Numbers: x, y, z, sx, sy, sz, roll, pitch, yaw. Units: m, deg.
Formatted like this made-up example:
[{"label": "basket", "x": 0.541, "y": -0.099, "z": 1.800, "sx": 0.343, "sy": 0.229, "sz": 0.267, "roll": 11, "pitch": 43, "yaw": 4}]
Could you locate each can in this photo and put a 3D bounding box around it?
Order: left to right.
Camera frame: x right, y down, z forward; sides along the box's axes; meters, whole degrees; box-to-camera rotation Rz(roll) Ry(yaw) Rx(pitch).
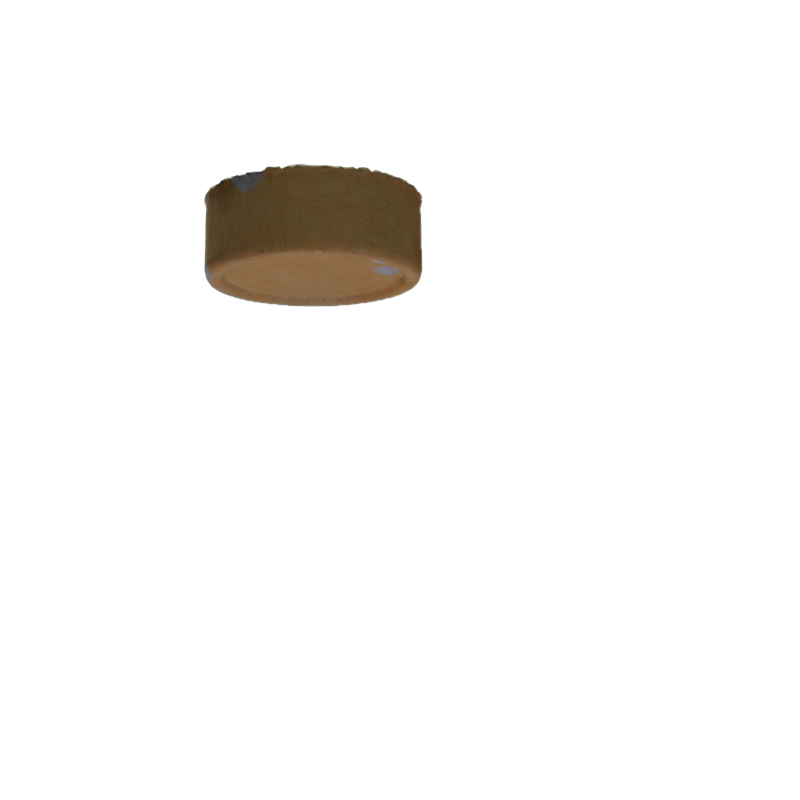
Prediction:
[{"label": "can", "x": -0.034, "y": -0.062, "z": 0.433, "sx": 0.086, "sy": 0.035, "sz": 0.083, "roll": 0, "pitch": -10, "yaw": -2}]
